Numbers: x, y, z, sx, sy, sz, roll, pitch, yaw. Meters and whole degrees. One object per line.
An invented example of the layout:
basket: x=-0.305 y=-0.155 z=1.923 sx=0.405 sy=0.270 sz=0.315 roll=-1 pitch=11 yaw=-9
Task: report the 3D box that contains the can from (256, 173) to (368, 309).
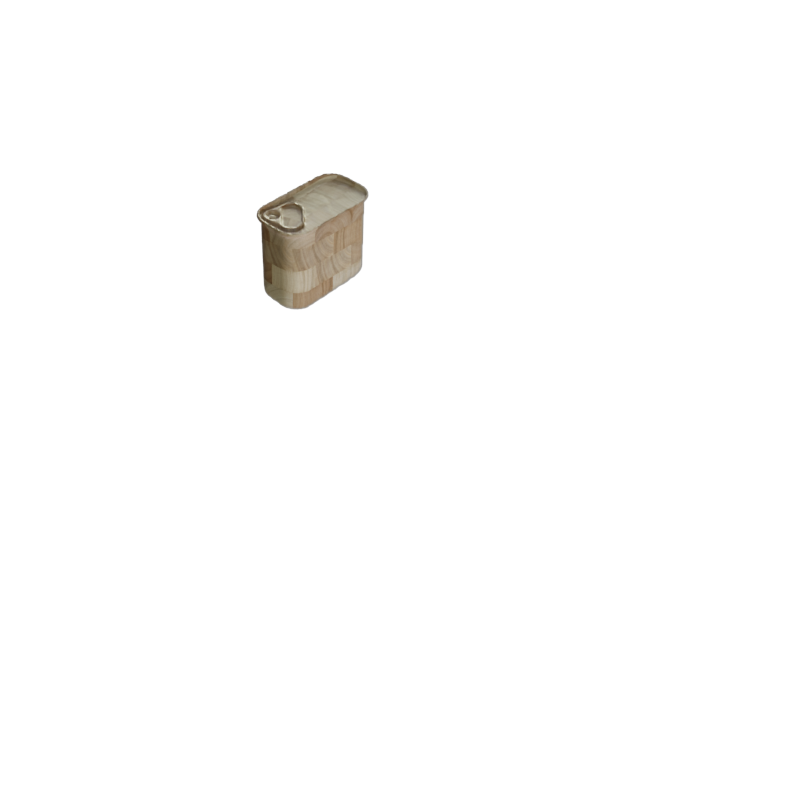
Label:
can: x=-0.077 y=-0.140 z=0.983 sx=0.061 sy=0.078 sz=0.102 roll=30 pitch=48 yaw=30
